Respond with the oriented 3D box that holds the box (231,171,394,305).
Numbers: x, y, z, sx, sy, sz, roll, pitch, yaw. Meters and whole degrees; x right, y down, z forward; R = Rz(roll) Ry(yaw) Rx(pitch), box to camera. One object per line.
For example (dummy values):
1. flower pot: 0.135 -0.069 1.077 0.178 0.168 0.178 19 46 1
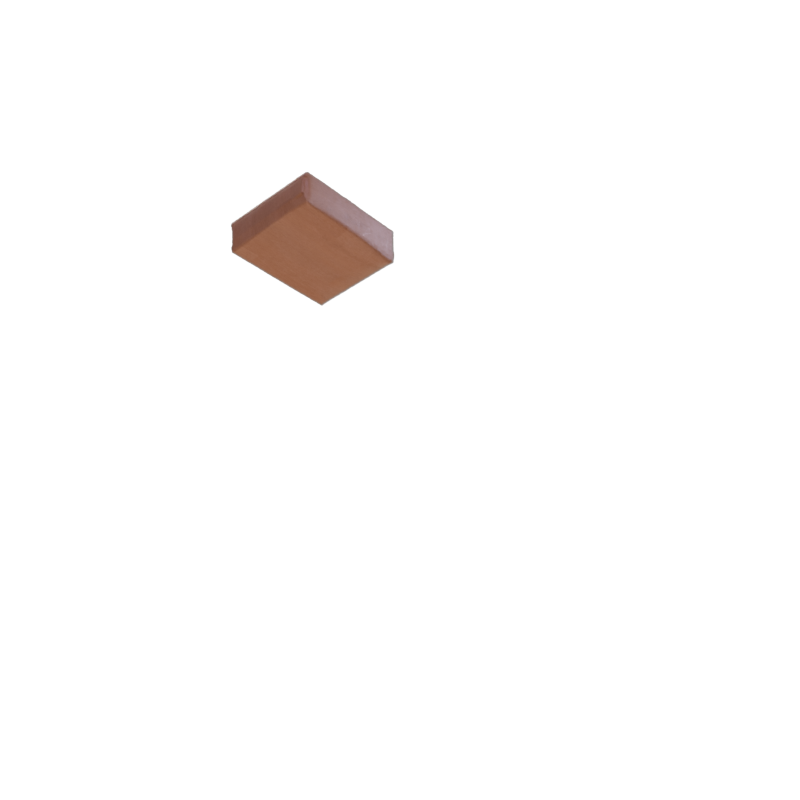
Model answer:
1. box: -0.073 -0.134 0.938 0.090 0.042 0.106 -28 -44 33
